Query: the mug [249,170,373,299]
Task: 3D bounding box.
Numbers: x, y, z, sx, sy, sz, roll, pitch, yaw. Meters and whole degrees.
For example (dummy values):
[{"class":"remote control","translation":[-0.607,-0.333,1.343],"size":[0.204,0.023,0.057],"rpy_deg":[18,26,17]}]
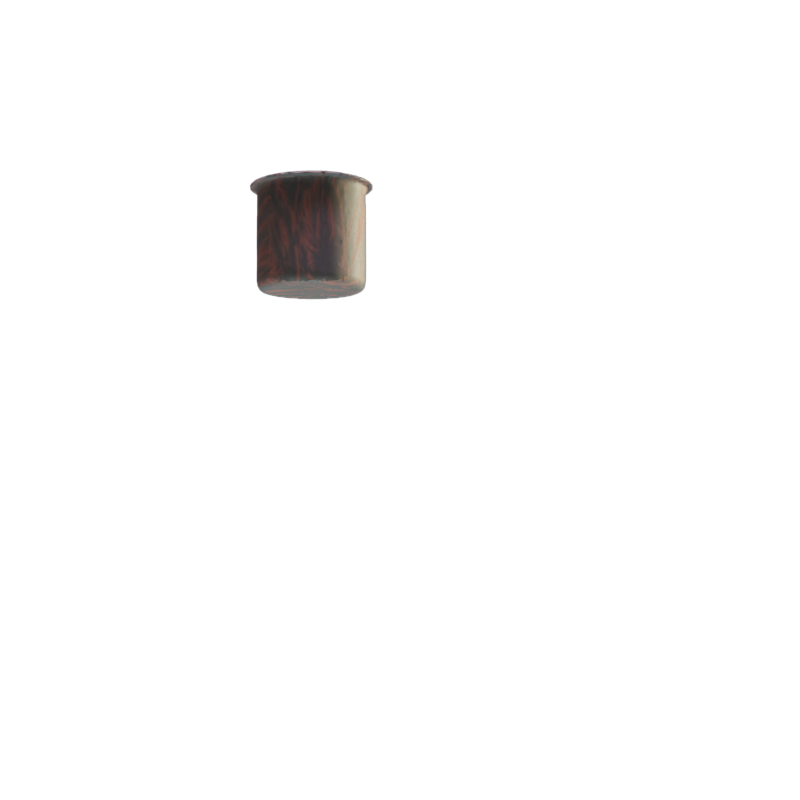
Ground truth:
[{"class":"mug","translation":[-0.066,-0.120,0.843],"size":[0.094,0.083,0.114],"rpy_deg":[-1,-6,4]}]
